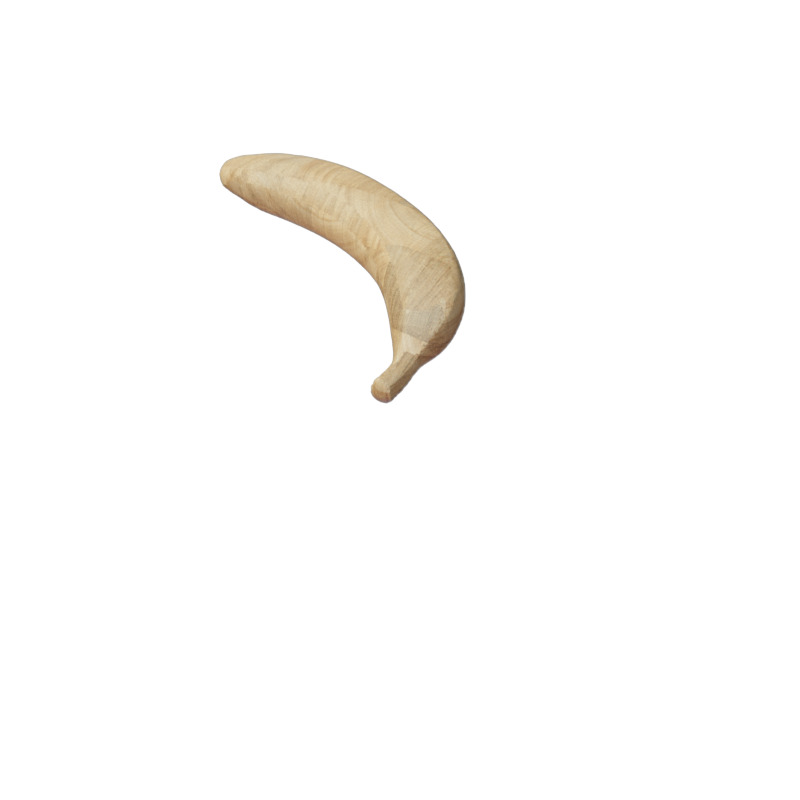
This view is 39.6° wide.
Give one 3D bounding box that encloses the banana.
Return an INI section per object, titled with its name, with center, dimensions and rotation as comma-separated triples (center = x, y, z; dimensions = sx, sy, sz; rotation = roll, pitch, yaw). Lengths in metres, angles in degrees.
[banana]
center = -0.022, -0.076, 0.521
dimensions = 0.069, 0.034, 0.214
rotation = -15, 39, -20
